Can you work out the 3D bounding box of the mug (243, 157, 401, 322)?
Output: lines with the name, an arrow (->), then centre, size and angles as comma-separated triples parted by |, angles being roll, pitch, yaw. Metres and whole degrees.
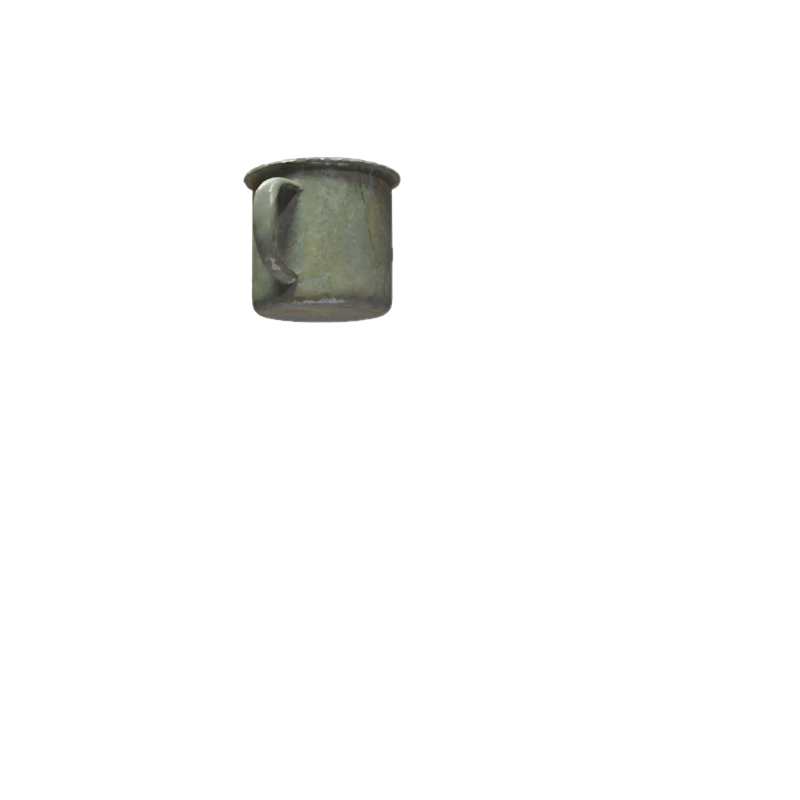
mug -> -0.050, -0.091, 0.637 | 0.095, 0.084, 0.112 | -4, -8, 22
